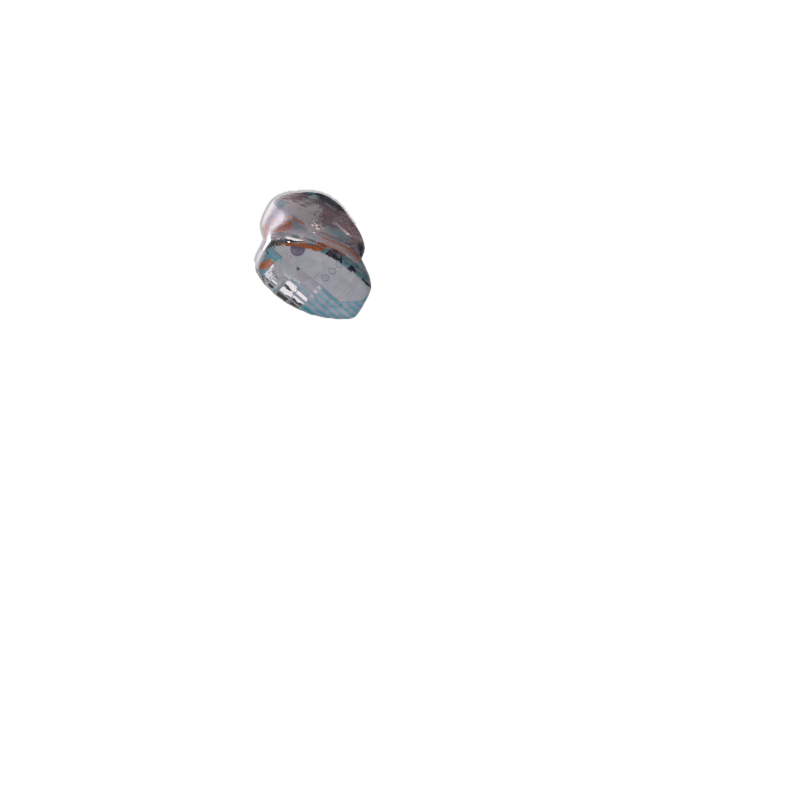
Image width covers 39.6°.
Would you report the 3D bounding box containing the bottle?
[{"bbox_3d":[-0.077,-0.141,0.988,0.094,0.057,0.202,22,23,-14],"label":"bottle"}]
